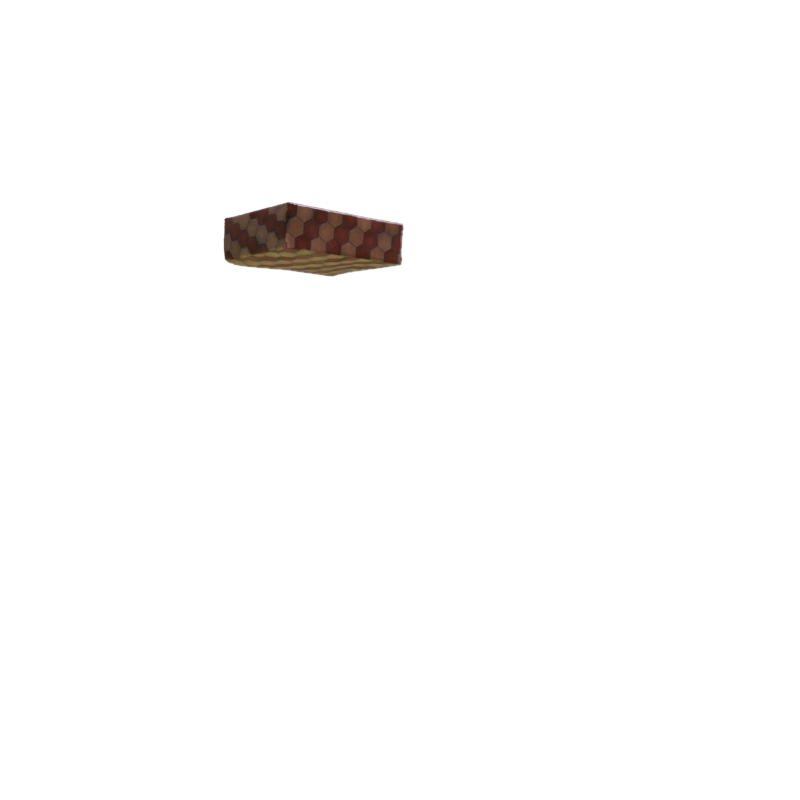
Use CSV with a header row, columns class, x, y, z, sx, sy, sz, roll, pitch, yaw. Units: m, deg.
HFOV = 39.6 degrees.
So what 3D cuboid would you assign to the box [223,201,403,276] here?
class,x,y,z,sx,sy,sz,roll,pitch,yaw
box,-0.068,-0.123,0.862,0.109,0.039,0.092,2,-4,-38
